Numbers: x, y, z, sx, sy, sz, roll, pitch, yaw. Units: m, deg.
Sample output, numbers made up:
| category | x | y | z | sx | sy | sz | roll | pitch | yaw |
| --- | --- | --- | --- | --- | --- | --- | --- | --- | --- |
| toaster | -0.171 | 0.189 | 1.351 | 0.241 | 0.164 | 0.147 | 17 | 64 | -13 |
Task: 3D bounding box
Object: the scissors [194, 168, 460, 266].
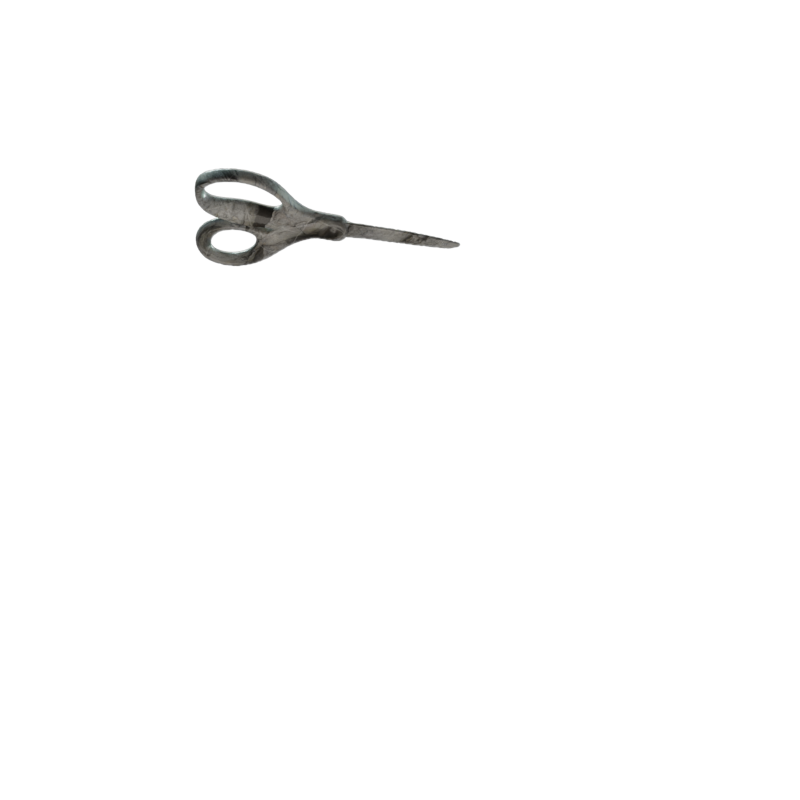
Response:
| category | x | y | z | sx | sy | sz | roll | pitch | yaw |
| --- | --- | --- | --- | --- | --- | --- | --- | --- | --- |
| scissors | -0.065 | -0.119 | 0.833 | 0.194 | 0.017 | 0.093 | 19 | -45 | -19 |
